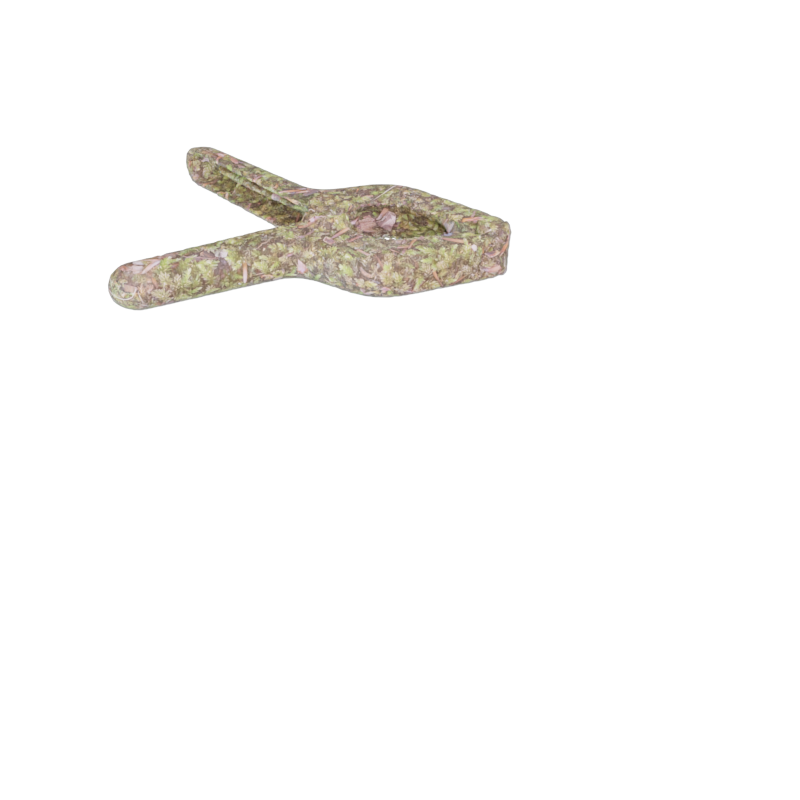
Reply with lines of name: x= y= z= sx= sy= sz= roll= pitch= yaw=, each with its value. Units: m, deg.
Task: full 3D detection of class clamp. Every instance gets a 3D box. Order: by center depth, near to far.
clamp: x=-0.048 y=-0.087 z=0.612 sx=0.215 sy=0.034 sz=0.172 roll=9 pitch=37 yaw=12
